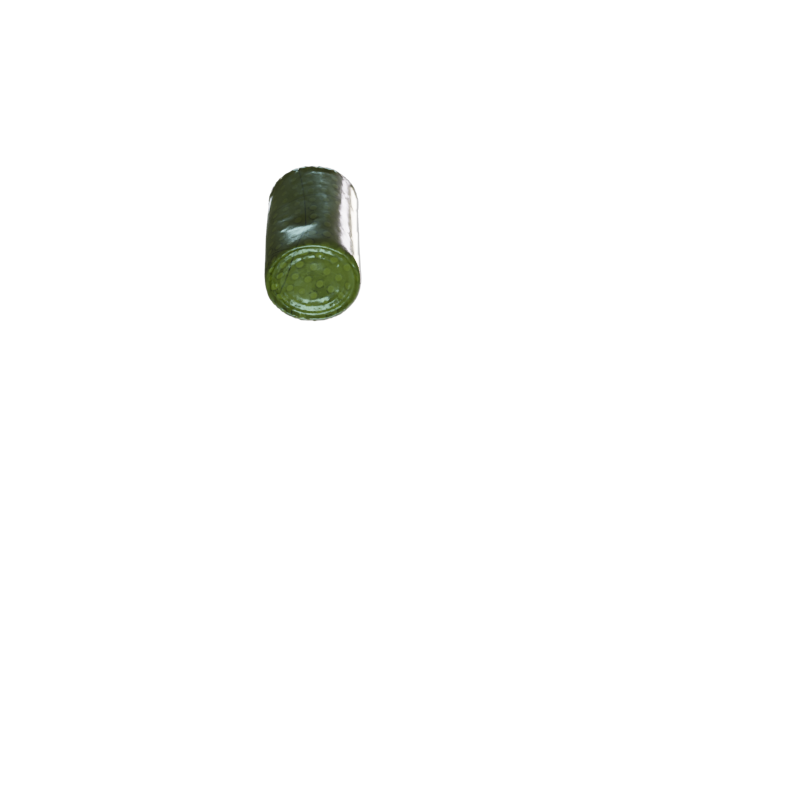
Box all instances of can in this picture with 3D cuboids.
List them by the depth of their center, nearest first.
[{"bbox_3d":[-0.062,-0.113,0.794,0.068,0.064,0.109,-1,39,-3],"label":"can"}]
